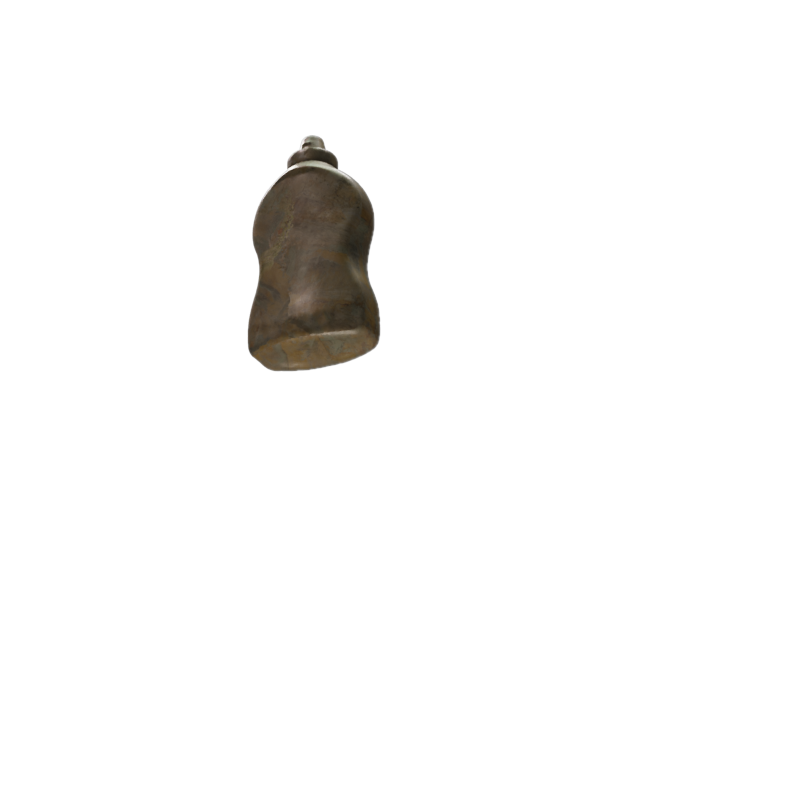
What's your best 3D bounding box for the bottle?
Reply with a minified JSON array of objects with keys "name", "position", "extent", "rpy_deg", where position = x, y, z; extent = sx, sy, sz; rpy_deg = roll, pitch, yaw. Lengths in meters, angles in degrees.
[{"name":"bottle","position":[-0.067,-0.121,0.849],"extent":[0.097,0.204,0.054],"rpy_deg":[-15,-32,21]}]
